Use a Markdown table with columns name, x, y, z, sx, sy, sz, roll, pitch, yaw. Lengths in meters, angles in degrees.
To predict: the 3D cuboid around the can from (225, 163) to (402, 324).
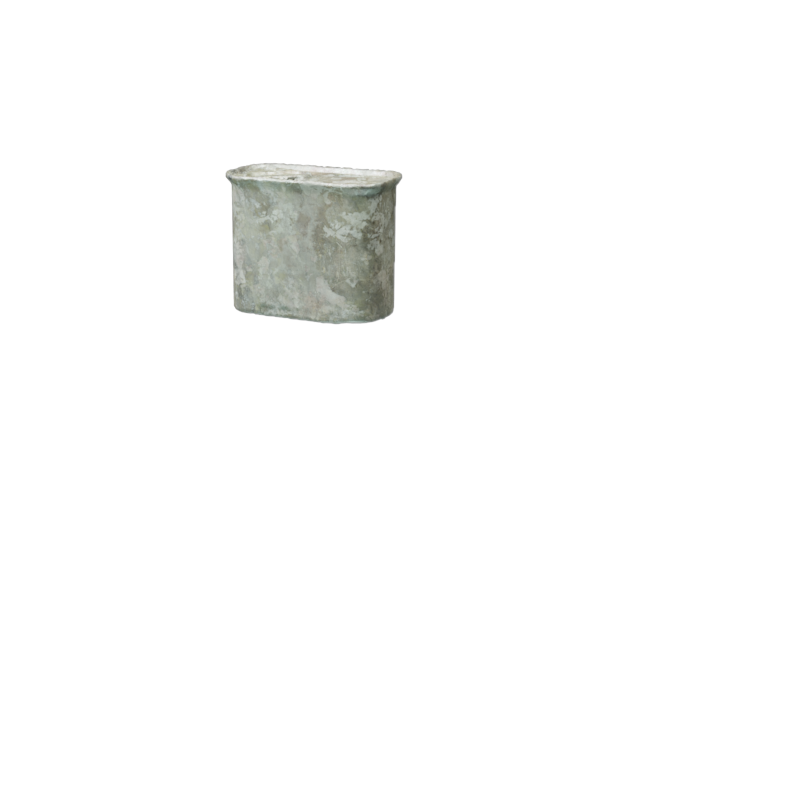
| name | x | y | z | sx | sy | sz | roll | pitch | yaw |
| --- | --- | --- | --- | --- | --- | --- | --- | --- | --- |
| can | -0.052 | -0.094 | 0.660 | 0.105 | 0.081 | 0.057 | 8 | 17 | 22 |
